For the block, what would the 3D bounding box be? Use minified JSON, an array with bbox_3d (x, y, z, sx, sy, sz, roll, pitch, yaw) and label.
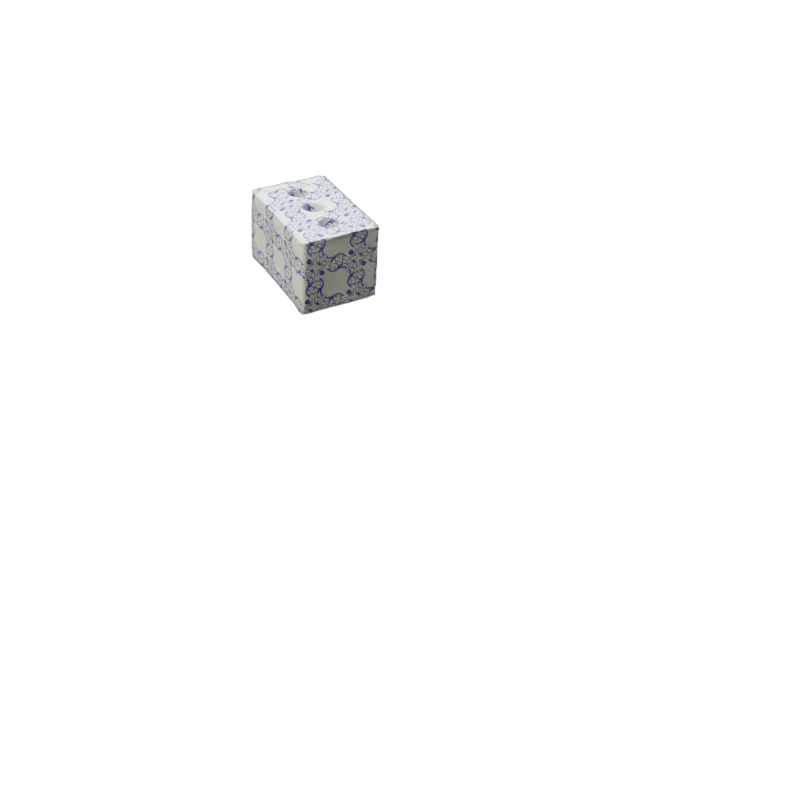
[{"bbox_3d":[-0.054,-0.098,0.688,0.052,0.048,0.084,-16,38,-24],"label":"block"}]
